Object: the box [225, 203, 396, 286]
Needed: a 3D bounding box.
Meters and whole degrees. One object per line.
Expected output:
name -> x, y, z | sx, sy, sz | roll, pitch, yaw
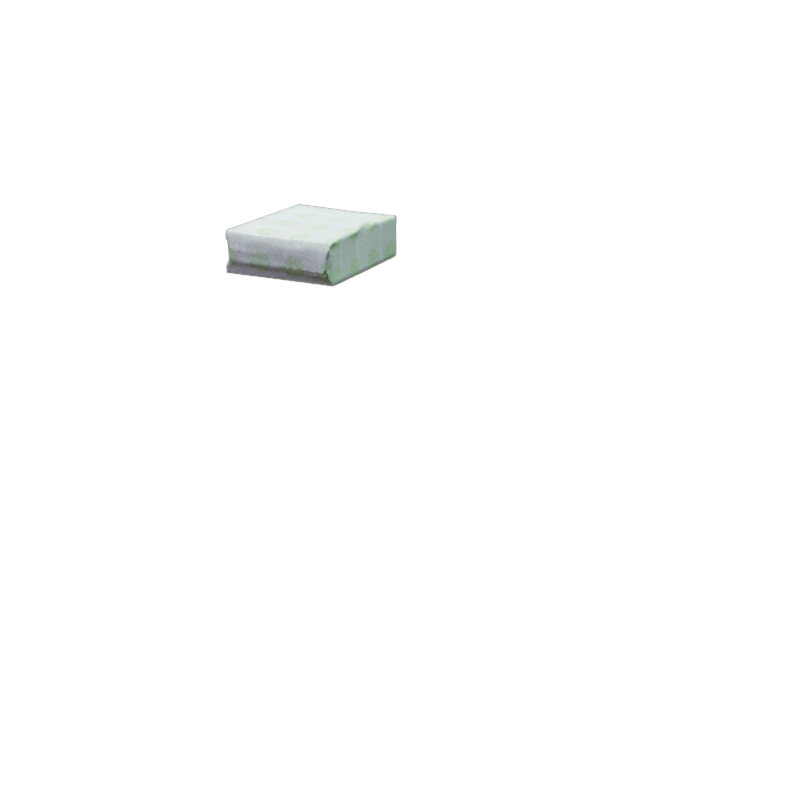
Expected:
box -> -0.053, -0.097, 0.678 | 0.076, 0.029, 0.089 | 10, 22, 26
